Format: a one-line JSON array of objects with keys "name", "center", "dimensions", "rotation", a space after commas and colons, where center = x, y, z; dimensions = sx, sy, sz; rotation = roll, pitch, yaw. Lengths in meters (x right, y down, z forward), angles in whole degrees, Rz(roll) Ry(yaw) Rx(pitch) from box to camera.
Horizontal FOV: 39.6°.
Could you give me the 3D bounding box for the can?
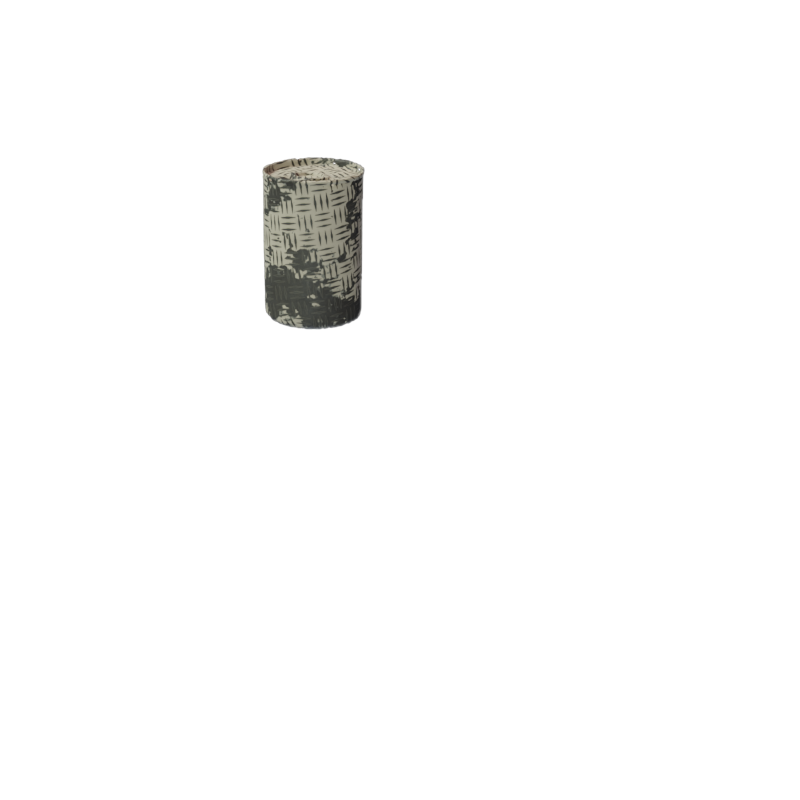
[{"name": "can", "center": [-0.059, -0.107, 0.749], "dimensions": [0.068, 0.098, 0.072], "rotation": [0, 20, -2]}]
